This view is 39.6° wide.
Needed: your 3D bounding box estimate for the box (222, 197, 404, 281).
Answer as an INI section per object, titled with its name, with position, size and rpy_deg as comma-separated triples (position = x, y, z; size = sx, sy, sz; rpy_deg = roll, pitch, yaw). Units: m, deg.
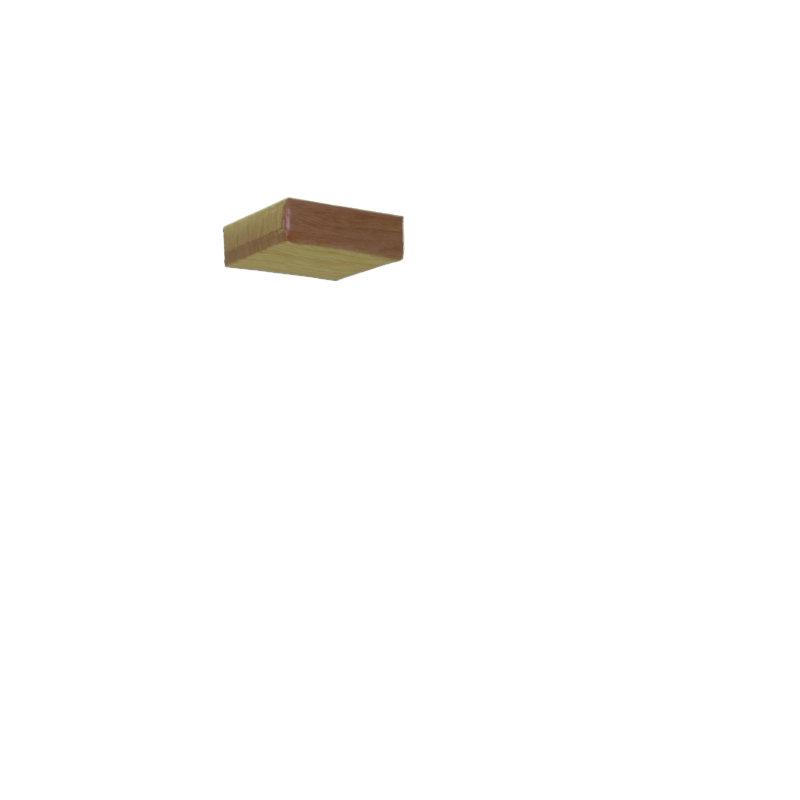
[box]
position = -0.067, -0.122, 0.852
size = 0.108, 0.040, 0.091
rpy_deg = 6, -10, -37
